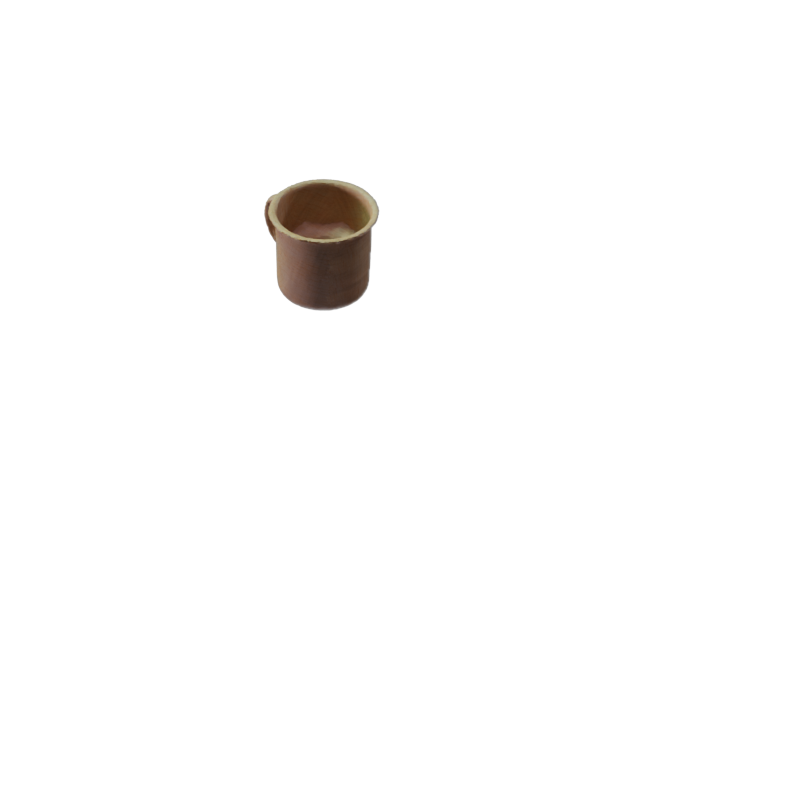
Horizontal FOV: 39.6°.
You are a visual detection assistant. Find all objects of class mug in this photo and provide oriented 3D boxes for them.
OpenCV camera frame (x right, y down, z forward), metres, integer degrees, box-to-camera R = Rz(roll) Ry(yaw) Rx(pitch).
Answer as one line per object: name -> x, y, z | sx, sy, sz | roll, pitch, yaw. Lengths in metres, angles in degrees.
mug -> -0.075, -0.137, 0.962 | 0.125, 0.076, 0.094 | 31, 49, 30
